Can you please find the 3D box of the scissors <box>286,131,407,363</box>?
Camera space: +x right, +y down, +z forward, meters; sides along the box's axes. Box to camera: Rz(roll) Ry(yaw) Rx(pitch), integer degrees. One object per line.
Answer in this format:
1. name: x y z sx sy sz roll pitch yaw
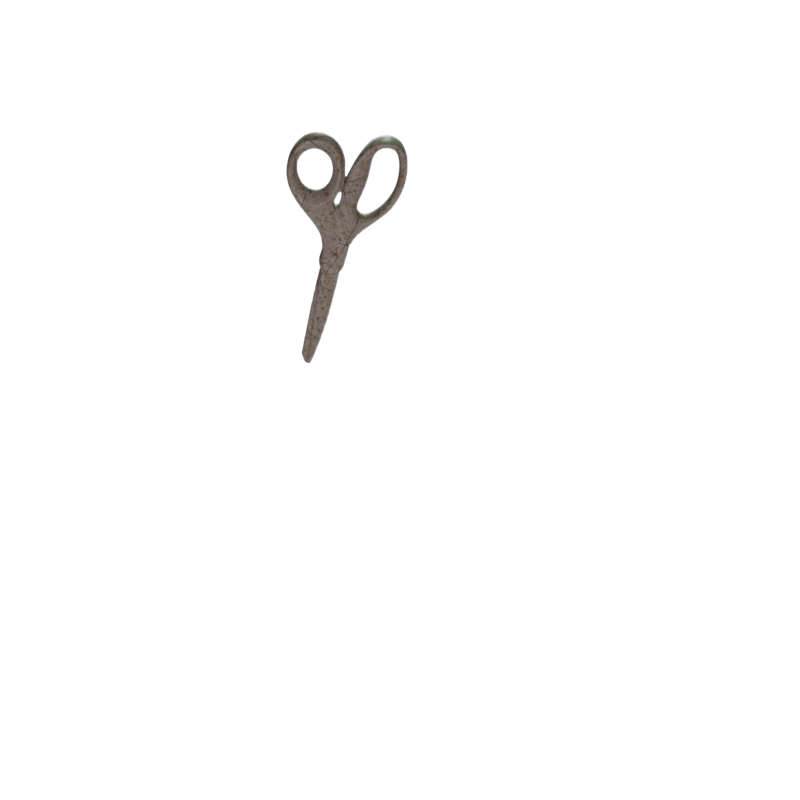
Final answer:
1. scissors: -0.065 -0.119 0.835 0.093 0.195 0.017 26 27 -15
